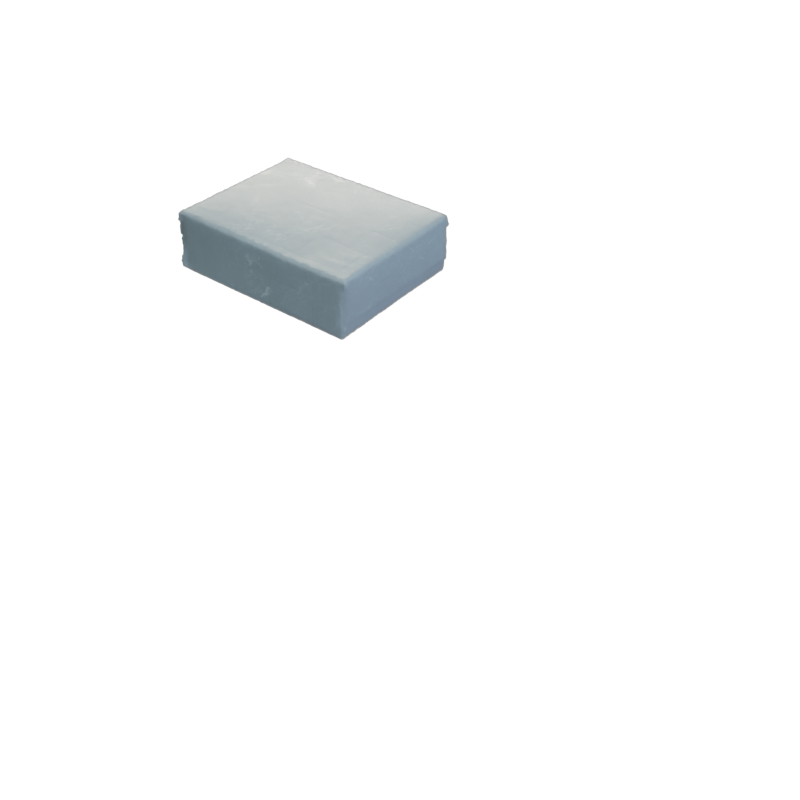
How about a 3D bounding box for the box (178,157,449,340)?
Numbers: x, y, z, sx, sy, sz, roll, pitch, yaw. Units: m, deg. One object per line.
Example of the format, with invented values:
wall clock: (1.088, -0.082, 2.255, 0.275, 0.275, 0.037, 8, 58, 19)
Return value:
box: (-0.045, -0.083, 0.582, 0.120, 0.037, 0.090, 23, 39, 31)
